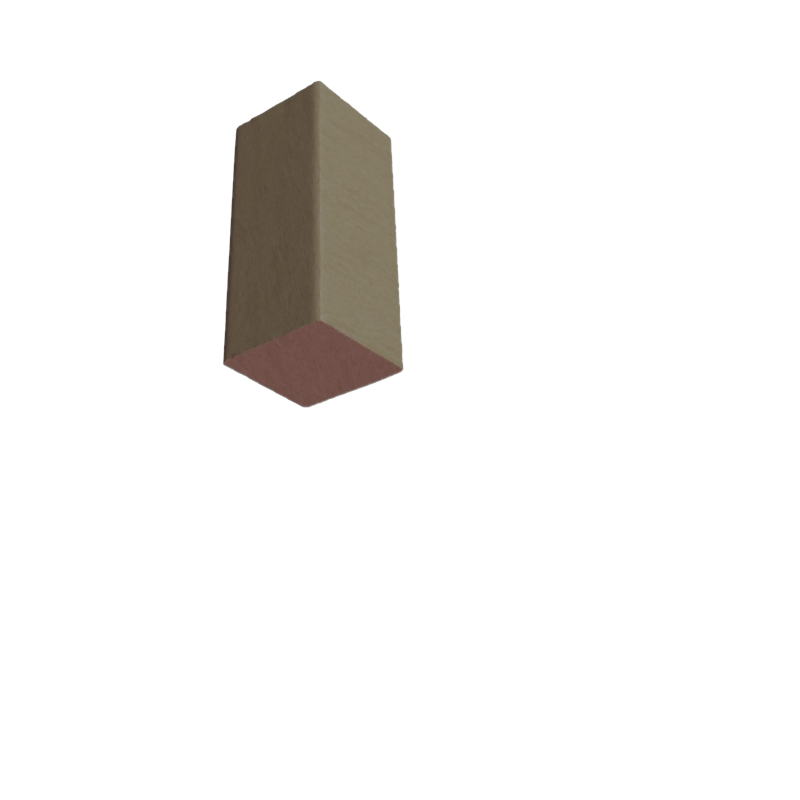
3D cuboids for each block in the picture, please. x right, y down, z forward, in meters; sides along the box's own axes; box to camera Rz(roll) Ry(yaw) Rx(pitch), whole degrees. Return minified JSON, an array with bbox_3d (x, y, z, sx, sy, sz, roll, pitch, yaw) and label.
[{"bbox_3d":[-0.063,-0.114,0.801,0.090,0.220,0.084,-24,-38,31],"label":"block"}]
